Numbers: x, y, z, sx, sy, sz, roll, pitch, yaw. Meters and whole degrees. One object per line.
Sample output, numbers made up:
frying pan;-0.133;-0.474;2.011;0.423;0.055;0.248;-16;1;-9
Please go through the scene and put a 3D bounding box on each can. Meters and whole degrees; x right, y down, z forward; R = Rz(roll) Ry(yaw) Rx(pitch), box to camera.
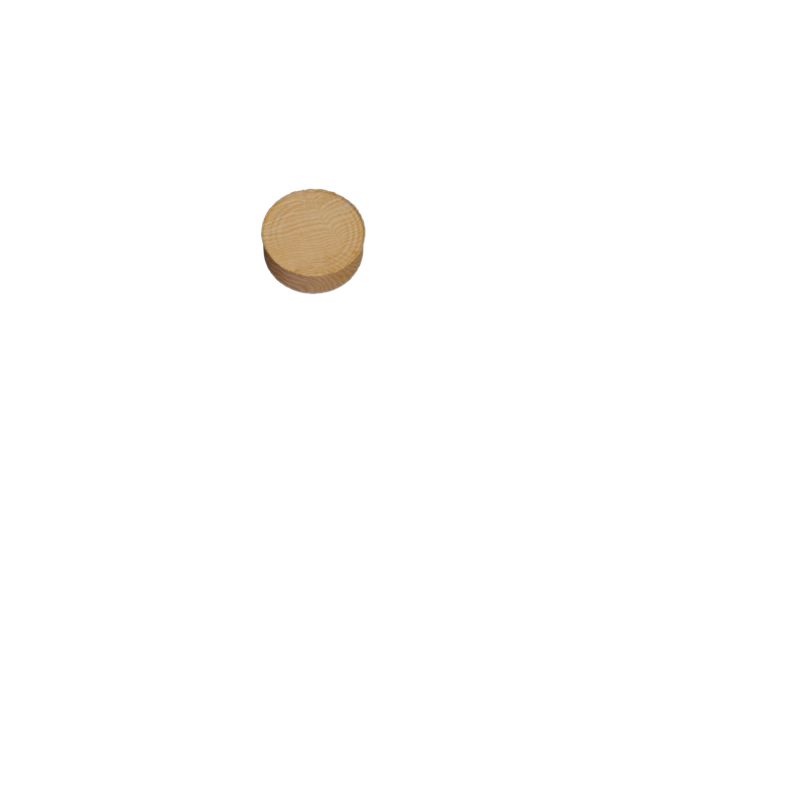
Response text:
can;-0.072;-0.132;0.923;0.086;0.091;0.031;-1;-30;-1
